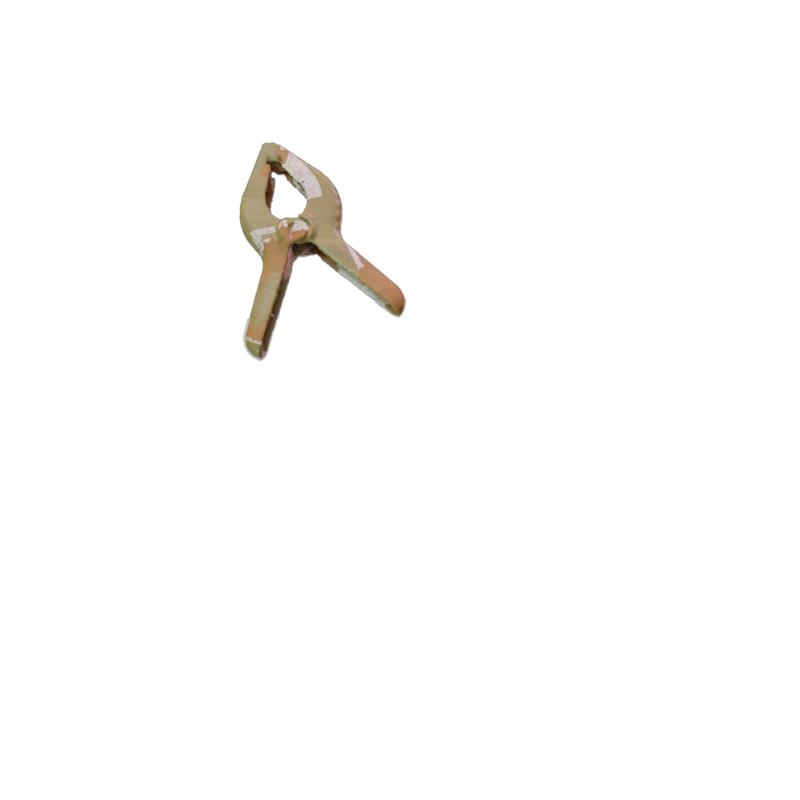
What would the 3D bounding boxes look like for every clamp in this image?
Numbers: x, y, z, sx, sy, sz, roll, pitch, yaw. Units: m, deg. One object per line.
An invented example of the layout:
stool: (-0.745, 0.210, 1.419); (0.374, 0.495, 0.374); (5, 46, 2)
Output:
clamp: (-0.066, -0.120, 0.840); (0.120, 0.181, 0.037); (-8, -21, -3)
